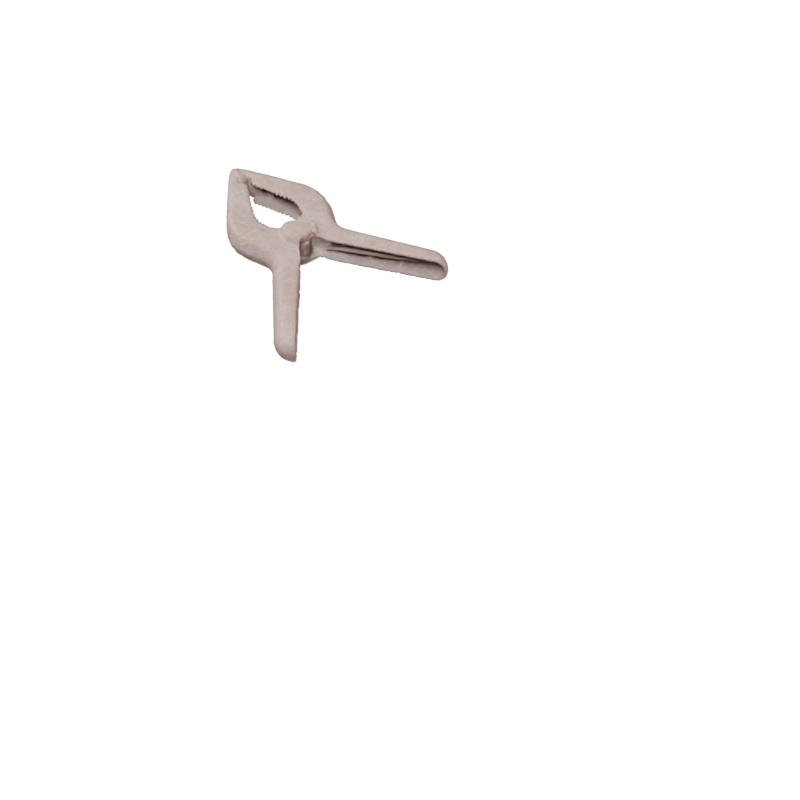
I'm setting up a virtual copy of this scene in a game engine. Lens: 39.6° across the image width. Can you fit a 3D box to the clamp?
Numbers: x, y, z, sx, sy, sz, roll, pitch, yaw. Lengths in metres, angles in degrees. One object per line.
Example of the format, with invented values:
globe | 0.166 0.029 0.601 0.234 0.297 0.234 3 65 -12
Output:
clamp | -0.073 -0.134 0.936 0.163 0.034 0.227 -23 51 -20
